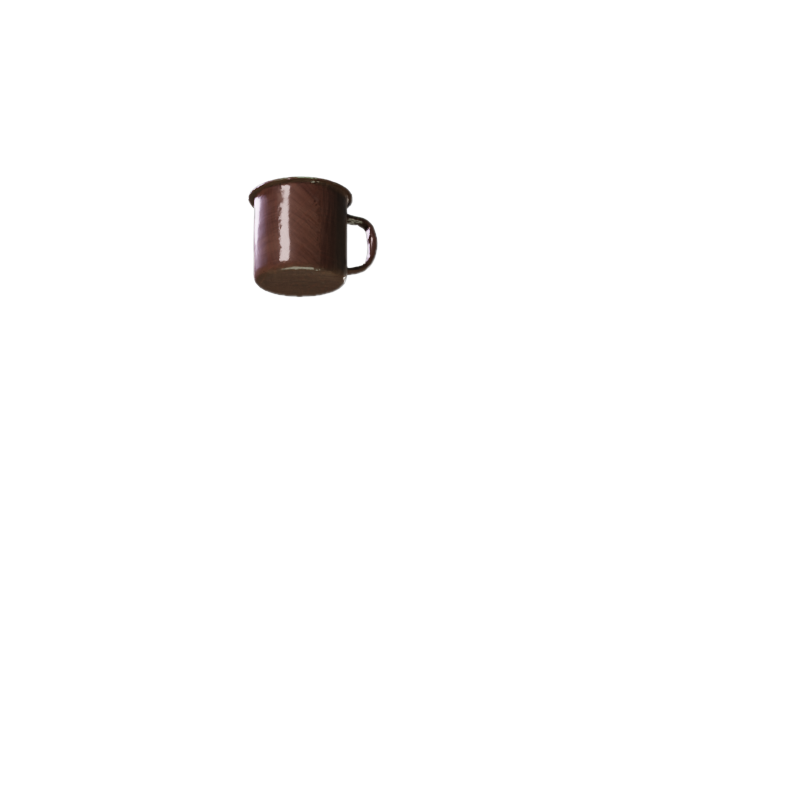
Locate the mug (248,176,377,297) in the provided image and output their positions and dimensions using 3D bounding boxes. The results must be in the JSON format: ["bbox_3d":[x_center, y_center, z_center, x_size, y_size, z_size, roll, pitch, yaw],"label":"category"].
[{"bbox_3d":[-0.076,-0.139,0.975,0.114,0.085,0.092,5,-18,-19],"label":"mug"}]
